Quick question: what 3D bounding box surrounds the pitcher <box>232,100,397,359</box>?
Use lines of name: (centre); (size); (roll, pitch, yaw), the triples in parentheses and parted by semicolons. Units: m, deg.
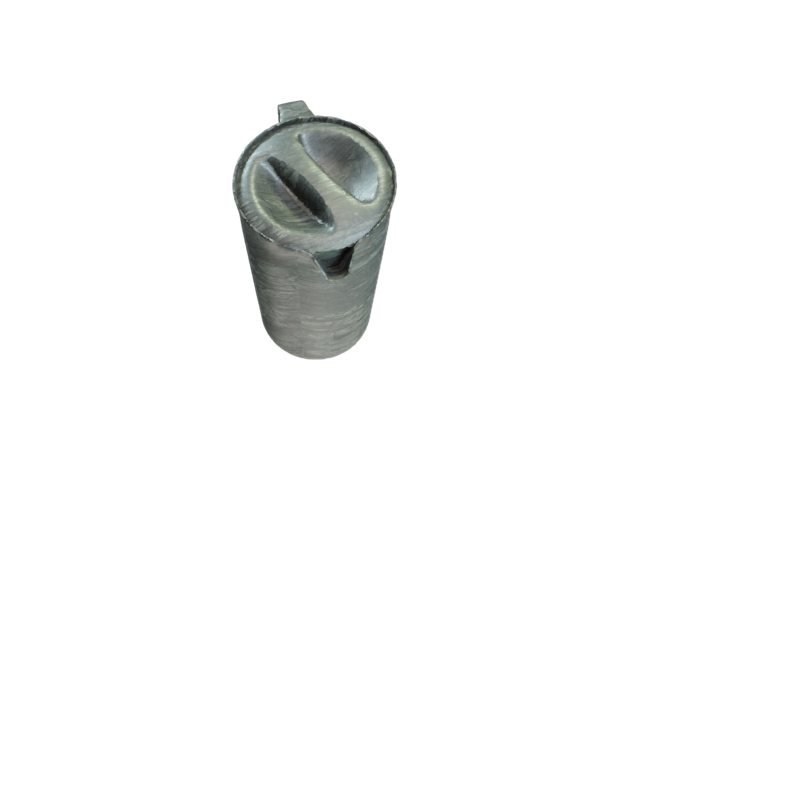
pitcher: (-0.078, -0.142, 0.997); (0.149, 0.153, 0.229); (28, -24, 10)
